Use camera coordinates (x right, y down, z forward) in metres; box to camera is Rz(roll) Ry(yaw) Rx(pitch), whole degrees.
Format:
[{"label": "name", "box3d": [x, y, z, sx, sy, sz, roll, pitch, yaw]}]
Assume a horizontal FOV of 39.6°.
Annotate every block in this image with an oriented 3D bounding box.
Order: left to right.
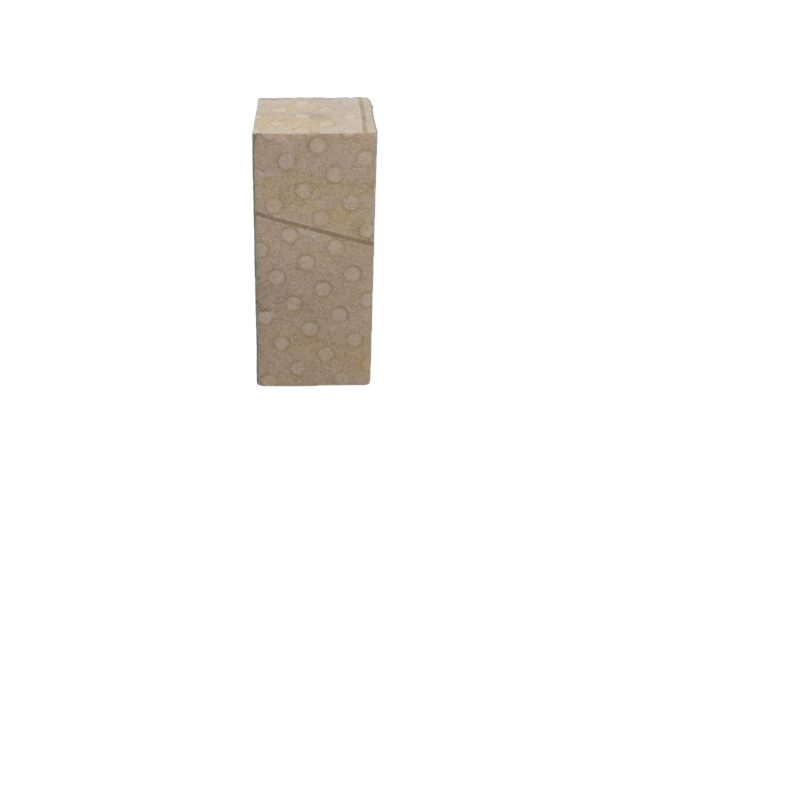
[{"label": "block", "box3d": [-0.067, -0.122, 0.858, 0.090, 0.195, 0.096, 0, 25, -3]}]
